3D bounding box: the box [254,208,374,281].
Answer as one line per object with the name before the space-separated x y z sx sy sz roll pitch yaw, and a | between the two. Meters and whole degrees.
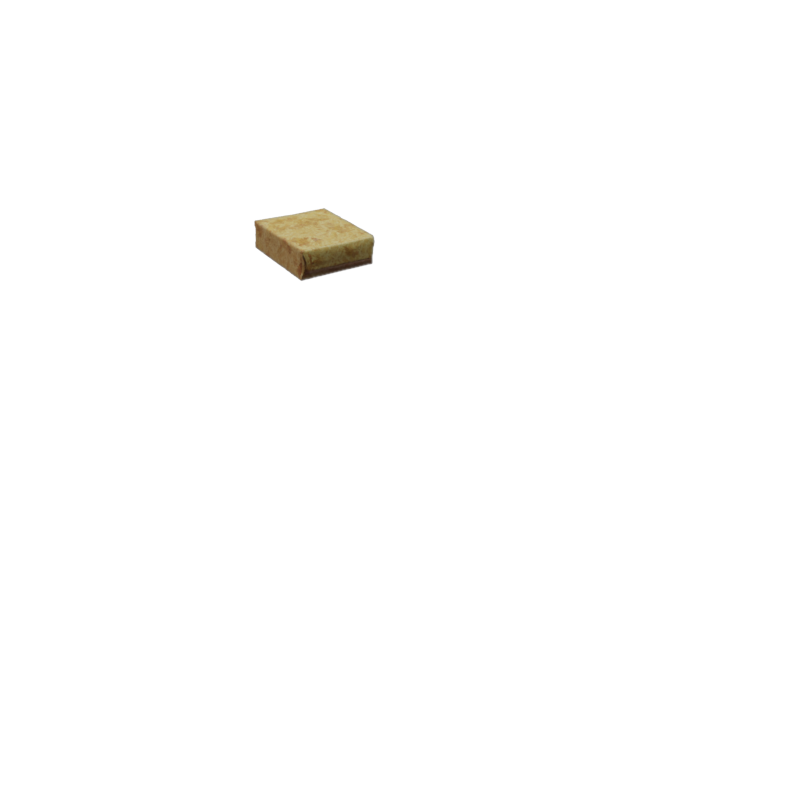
box | -0.076 -0.139 0.973 0.072 0.029 0.096 -15 31 -28
